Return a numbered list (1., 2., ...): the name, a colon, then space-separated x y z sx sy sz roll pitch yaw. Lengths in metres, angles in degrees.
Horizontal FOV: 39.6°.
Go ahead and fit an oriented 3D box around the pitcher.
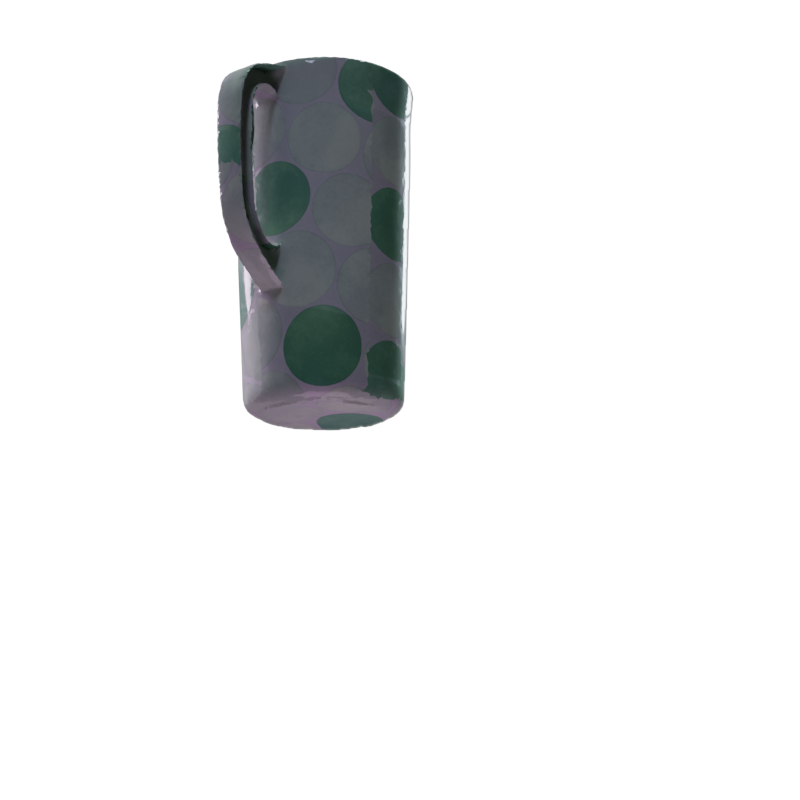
1. pitcher: -0.060 -0.110 0.771 0.147 0.254 0.141 3 -19 -12
